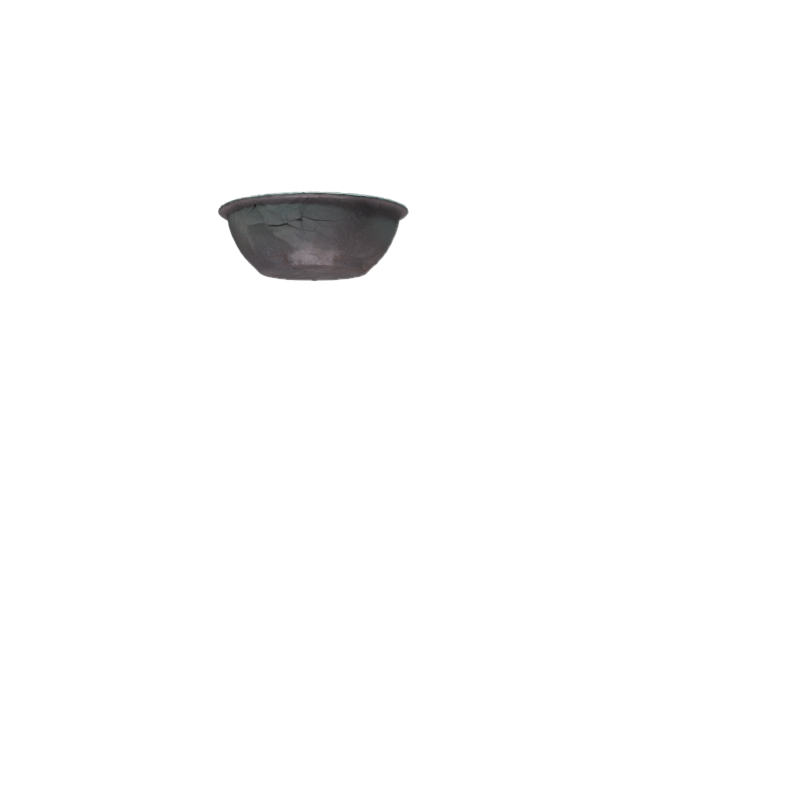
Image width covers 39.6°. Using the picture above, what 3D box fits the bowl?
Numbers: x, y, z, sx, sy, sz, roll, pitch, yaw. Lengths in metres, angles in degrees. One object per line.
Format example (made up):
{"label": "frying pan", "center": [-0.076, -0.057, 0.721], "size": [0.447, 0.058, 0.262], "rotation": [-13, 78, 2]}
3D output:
{"label": "bowl", "center": [-0.073, -0.134, 0.937], "size": [0.162, 0.056, 0.160], "rotation": [0, -3, -2]}
